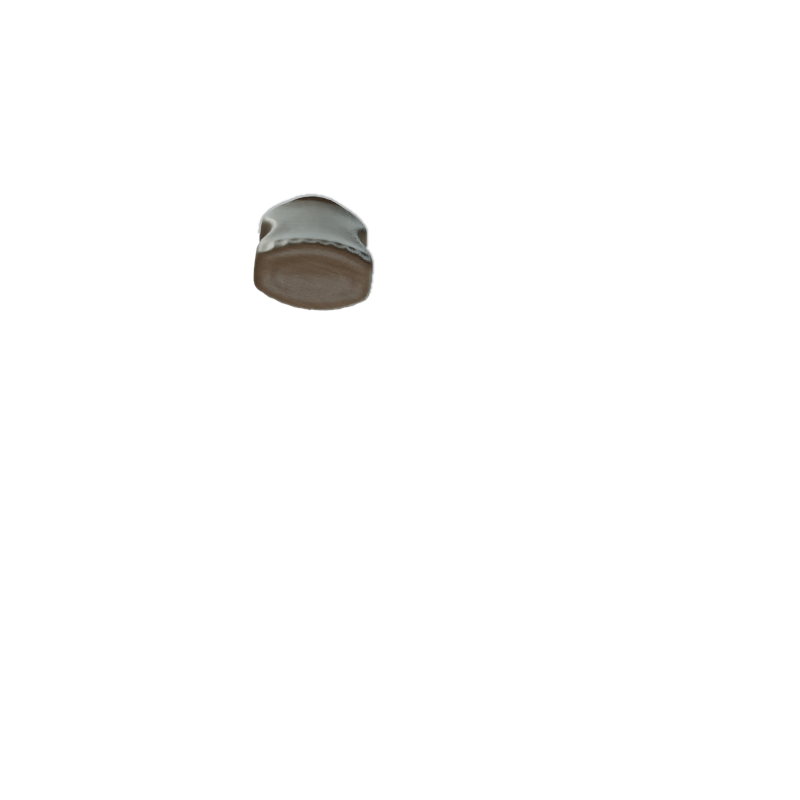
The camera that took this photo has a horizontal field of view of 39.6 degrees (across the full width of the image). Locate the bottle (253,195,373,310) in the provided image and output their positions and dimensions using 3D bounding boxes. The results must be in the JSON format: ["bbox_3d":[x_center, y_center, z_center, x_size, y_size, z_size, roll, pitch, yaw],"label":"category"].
[{"bbox_3d":[-0.076,-0.138,0.972,0.095,0.056,0.201,3,24,-5],"label":"bottle"}]
